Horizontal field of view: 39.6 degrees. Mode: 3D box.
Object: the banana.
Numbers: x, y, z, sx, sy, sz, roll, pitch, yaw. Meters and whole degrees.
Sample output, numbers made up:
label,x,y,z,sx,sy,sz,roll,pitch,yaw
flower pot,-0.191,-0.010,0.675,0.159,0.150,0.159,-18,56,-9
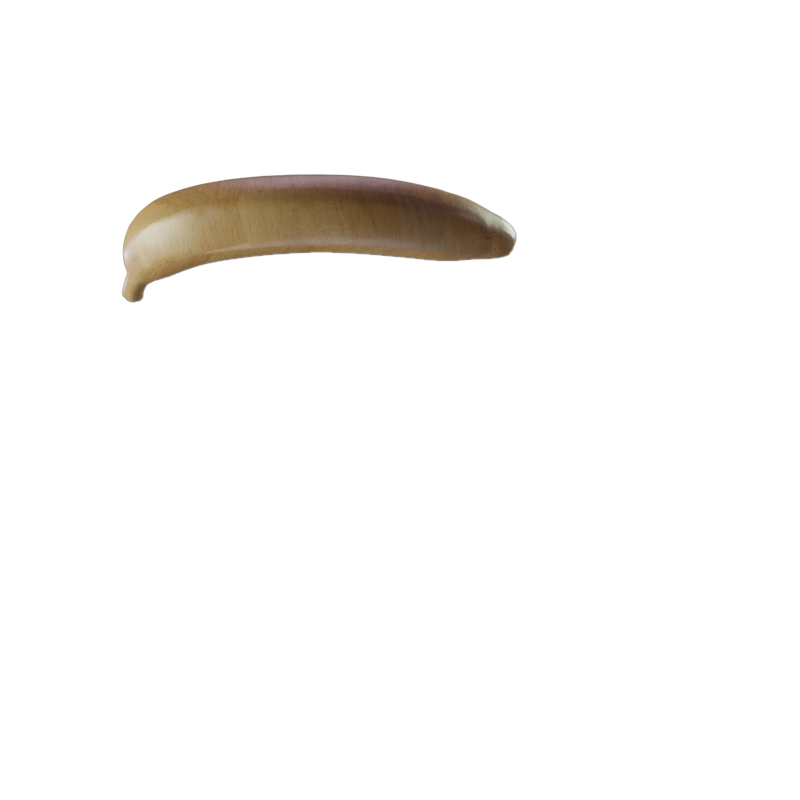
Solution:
label,x,y,z,sx,sy,sz,roll,pitch,yaw
banana,-0.049,-0.079,0.514,0.201,0.038,0.066,-4,-16,14
